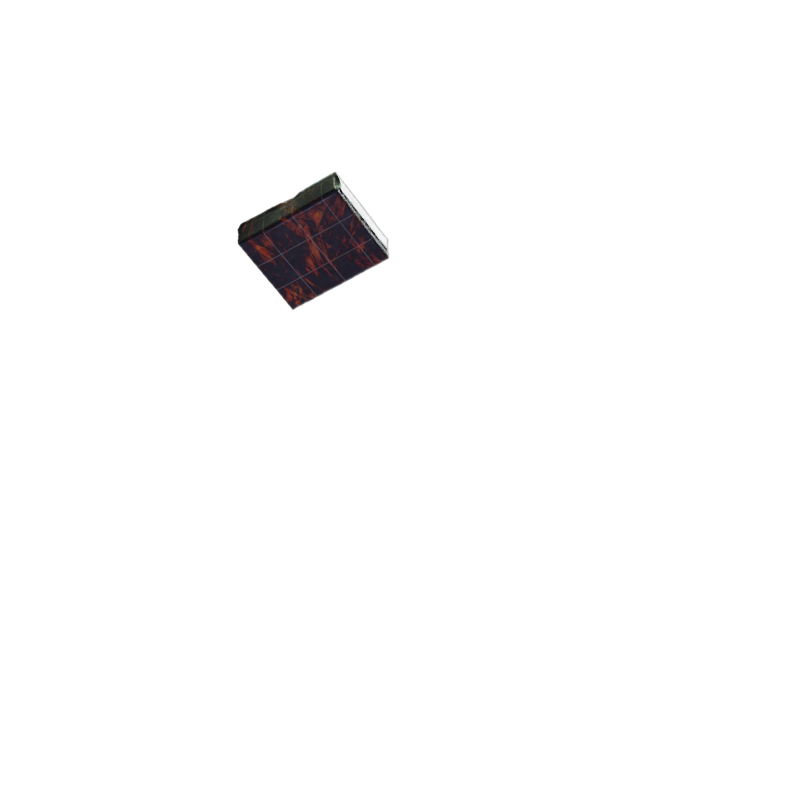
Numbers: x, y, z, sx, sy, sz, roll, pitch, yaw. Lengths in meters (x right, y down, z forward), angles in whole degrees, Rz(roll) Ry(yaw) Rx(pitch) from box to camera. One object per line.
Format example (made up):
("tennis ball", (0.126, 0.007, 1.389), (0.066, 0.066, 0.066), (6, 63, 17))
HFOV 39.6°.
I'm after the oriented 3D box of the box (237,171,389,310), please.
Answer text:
("box", (-0.064, -0.117, 0.820), (0.089, 0.068, 0.032), (-26, 34, 19))
